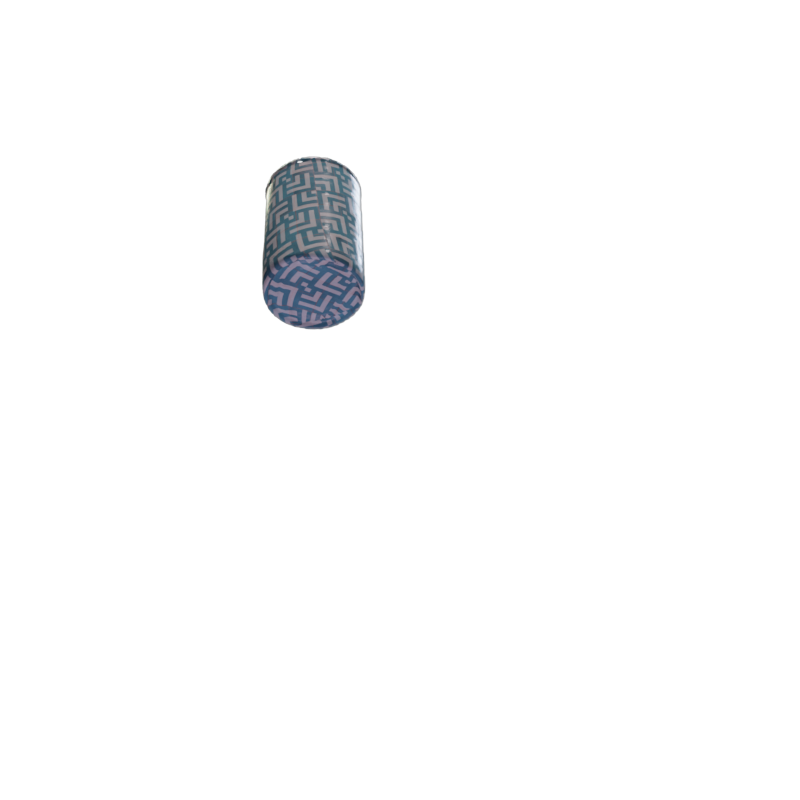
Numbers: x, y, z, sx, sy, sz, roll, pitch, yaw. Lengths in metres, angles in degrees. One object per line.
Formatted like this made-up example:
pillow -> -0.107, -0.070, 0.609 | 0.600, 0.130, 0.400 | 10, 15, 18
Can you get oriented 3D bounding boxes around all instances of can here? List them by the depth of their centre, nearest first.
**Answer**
can -> -0.058, -0.106, 0.743 | 0.068, 0.110, 0.064 | -1, -45, -3
